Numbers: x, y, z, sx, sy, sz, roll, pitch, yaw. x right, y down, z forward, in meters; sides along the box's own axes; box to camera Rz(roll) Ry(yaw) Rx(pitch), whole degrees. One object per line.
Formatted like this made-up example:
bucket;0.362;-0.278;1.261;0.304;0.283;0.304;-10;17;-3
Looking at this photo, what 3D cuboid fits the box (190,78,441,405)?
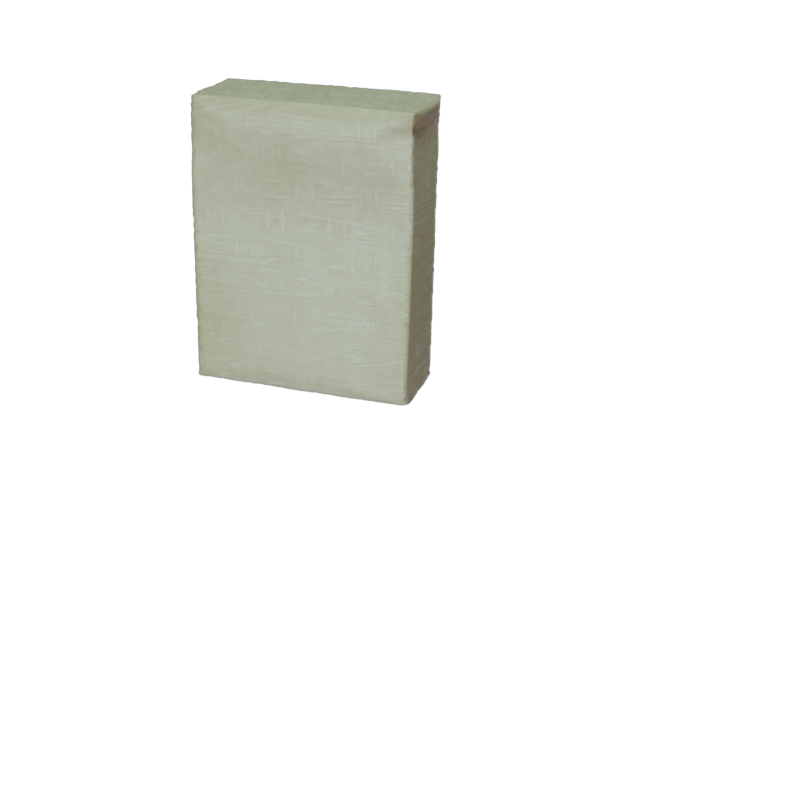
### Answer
box;-0.062;-0.112;0.787;0.169;0.204;0.073;9;22;18
